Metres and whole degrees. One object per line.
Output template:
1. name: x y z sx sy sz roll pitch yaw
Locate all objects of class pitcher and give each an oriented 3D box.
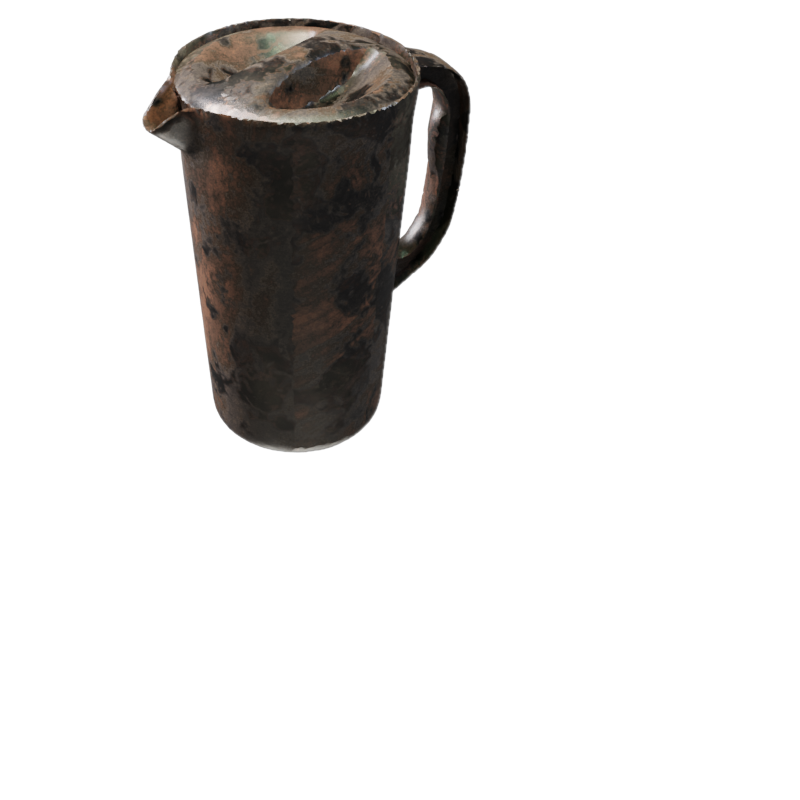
1. pitcher: -0.051 -0.093 0.652 0.153 0.227 0.151 13 39 14
